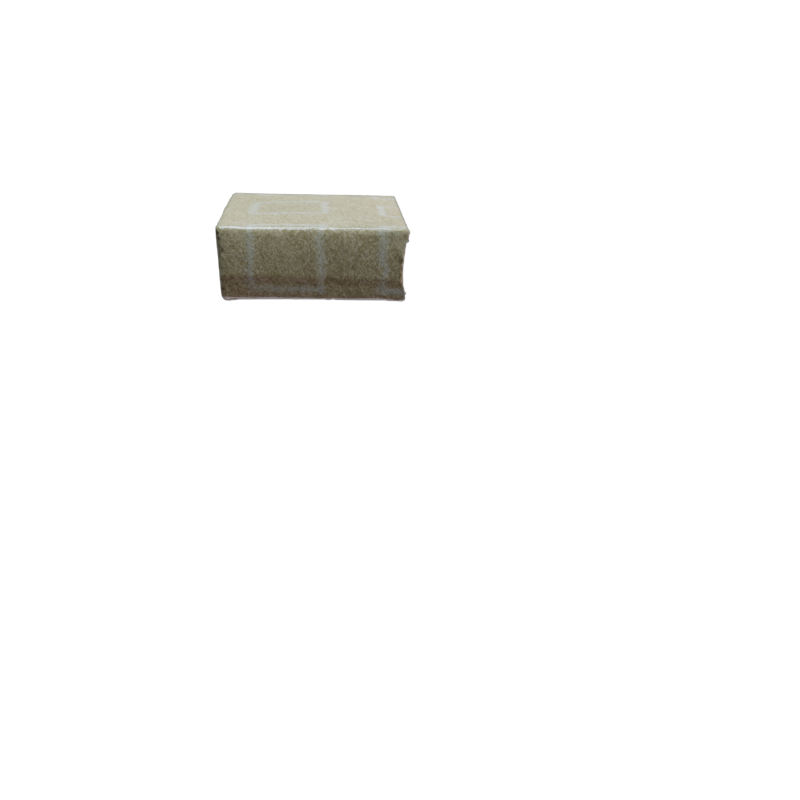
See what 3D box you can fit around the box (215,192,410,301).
[{"bbox_3d":[-0.044,-0.080,0.559,0.090,0.037,0.118,-1,19,-2],"label":"box"}]
